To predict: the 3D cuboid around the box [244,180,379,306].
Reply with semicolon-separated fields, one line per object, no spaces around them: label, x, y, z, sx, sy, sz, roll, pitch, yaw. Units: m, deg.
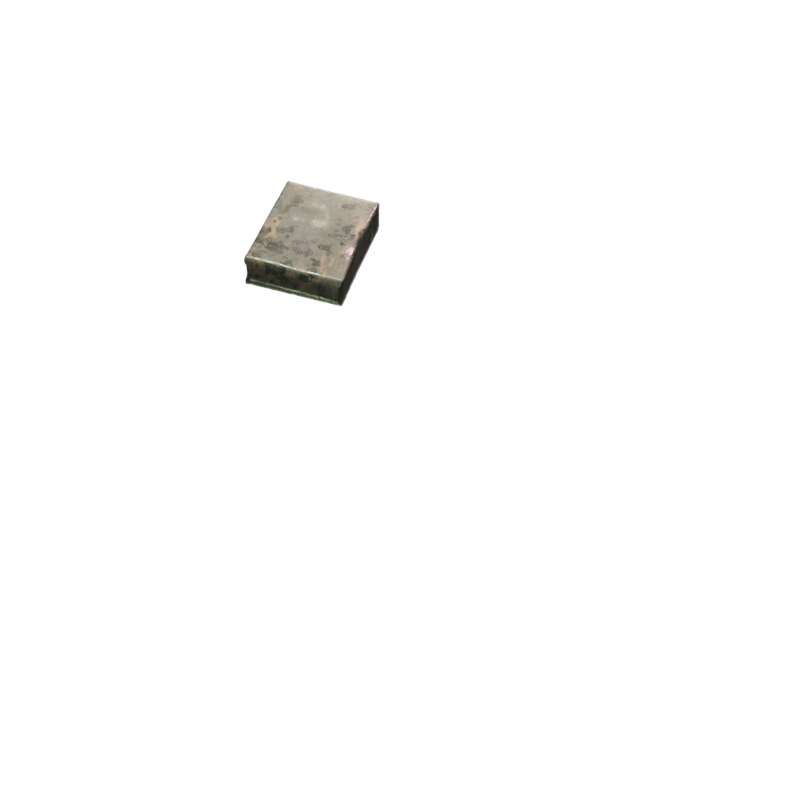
box;-0.062;-0.113;0.795;0.075;0.093;0.028;14;-41;12
